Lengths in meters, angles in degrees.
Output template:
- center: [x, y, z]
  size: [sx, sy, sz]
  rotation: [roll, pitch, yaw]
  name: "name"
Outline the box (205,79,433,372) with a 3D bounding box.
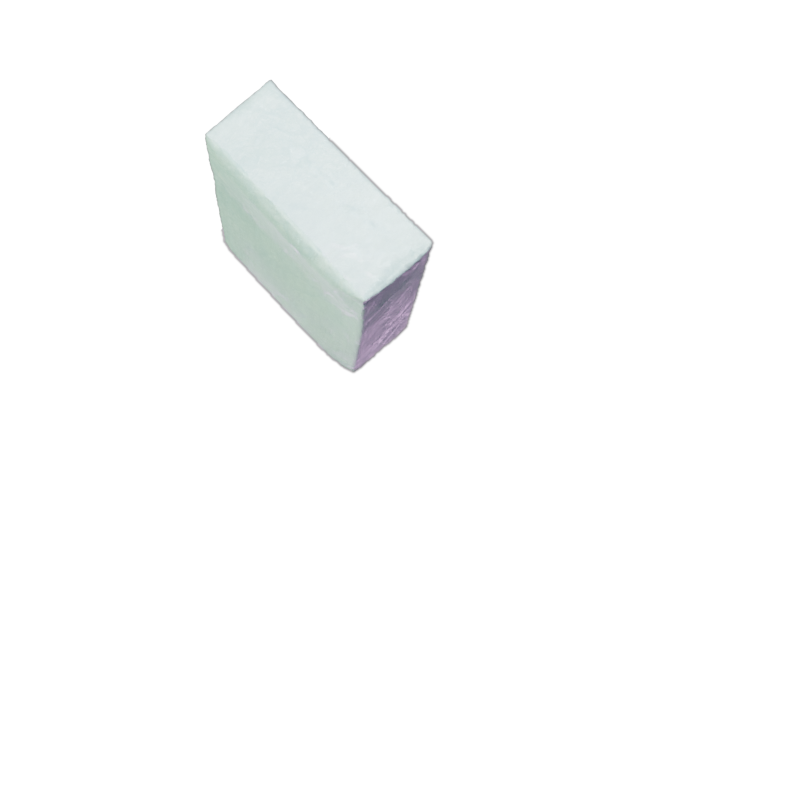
- center: [-0.065, -0.119, 0.833]
  size: [0.072, 0.169, 0.206]
  rotation: [-41, -9, -11]
  name: "box"
